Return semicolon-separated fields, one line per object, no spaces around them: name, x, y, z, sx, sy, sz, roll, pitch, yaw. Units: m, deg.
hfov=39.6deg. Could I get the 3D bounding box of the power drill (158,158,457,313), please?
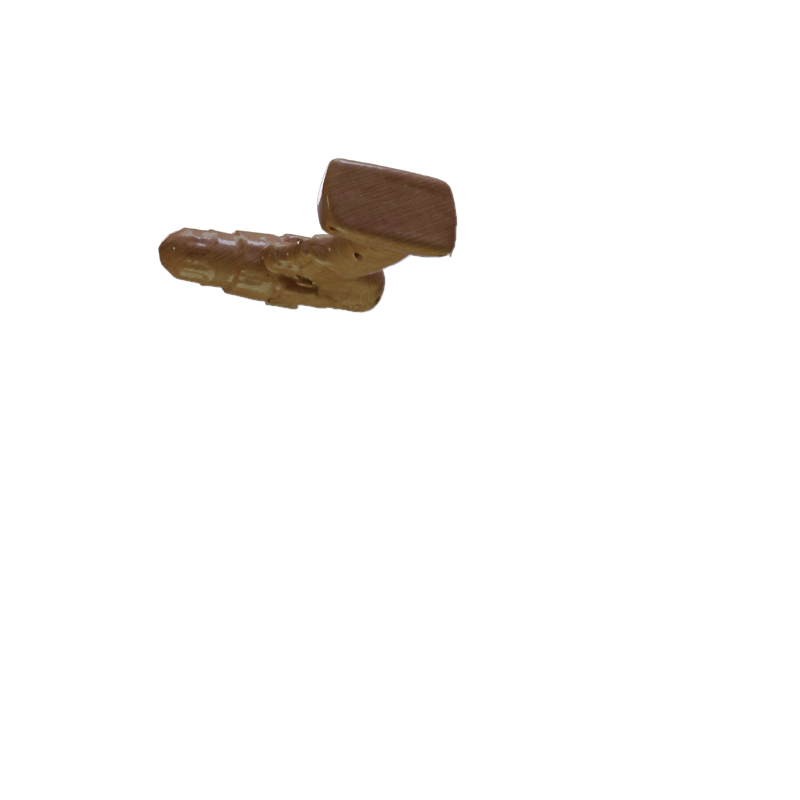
power drill;-0.063;-0.114;0.801;0.177;0.059;0.188;6;-13;-28
